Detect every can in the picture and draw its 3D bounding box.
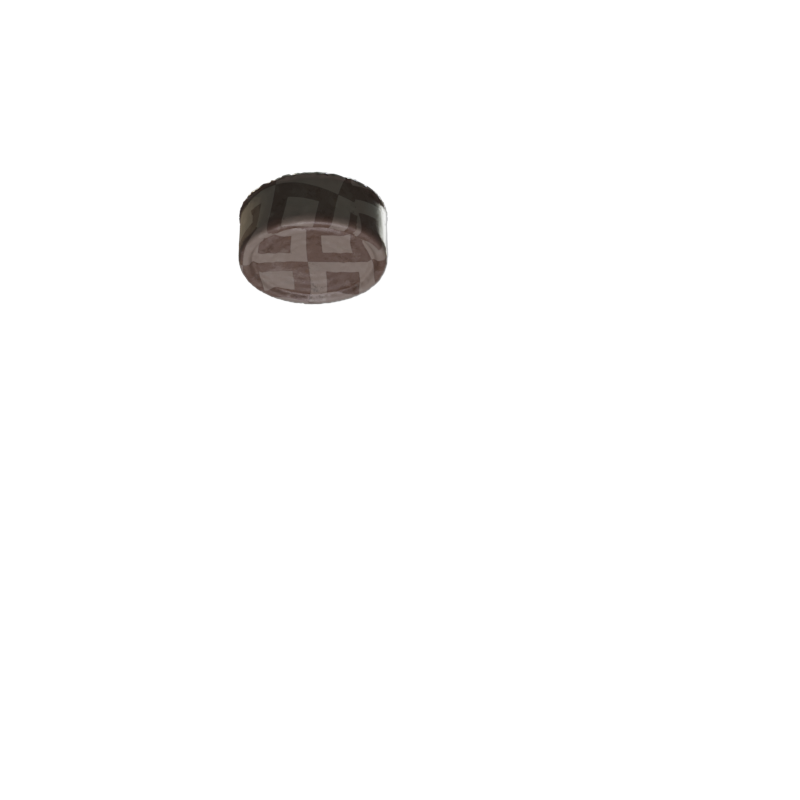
[{"bbox_3d":[-0.049,-0.090,0.630,0.086,0.036,0.081,1,-30,-2],"label":"can"}]
